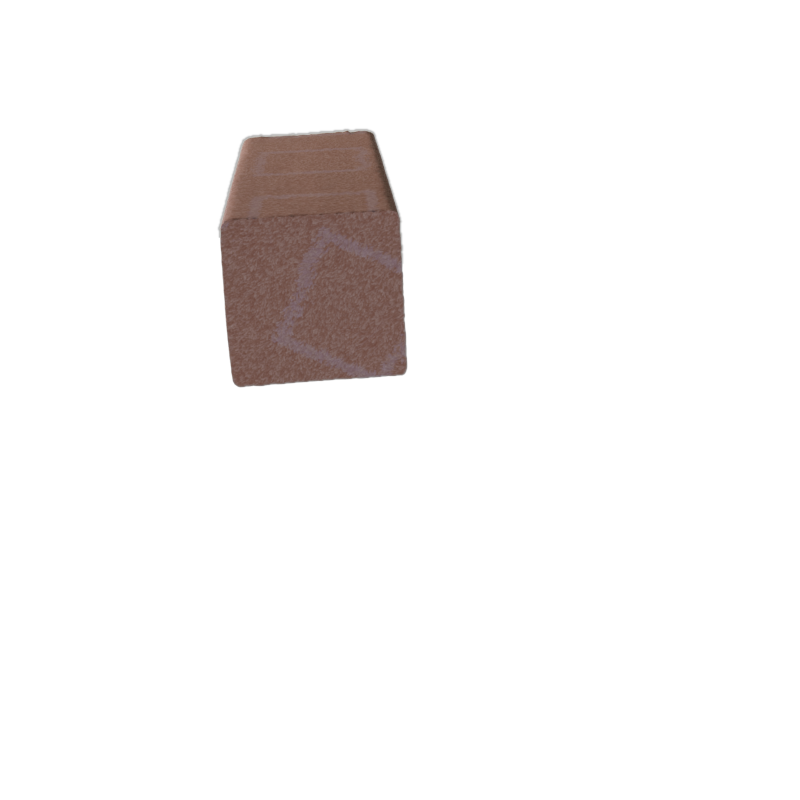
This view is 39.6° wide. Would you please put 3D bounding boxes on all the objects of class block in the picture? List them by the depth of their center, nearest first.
[{"bbox_3d":[-0.051,-0.093,0.647,0.091,0.086,0.216,-4,23,-2],"label":"block"}]
